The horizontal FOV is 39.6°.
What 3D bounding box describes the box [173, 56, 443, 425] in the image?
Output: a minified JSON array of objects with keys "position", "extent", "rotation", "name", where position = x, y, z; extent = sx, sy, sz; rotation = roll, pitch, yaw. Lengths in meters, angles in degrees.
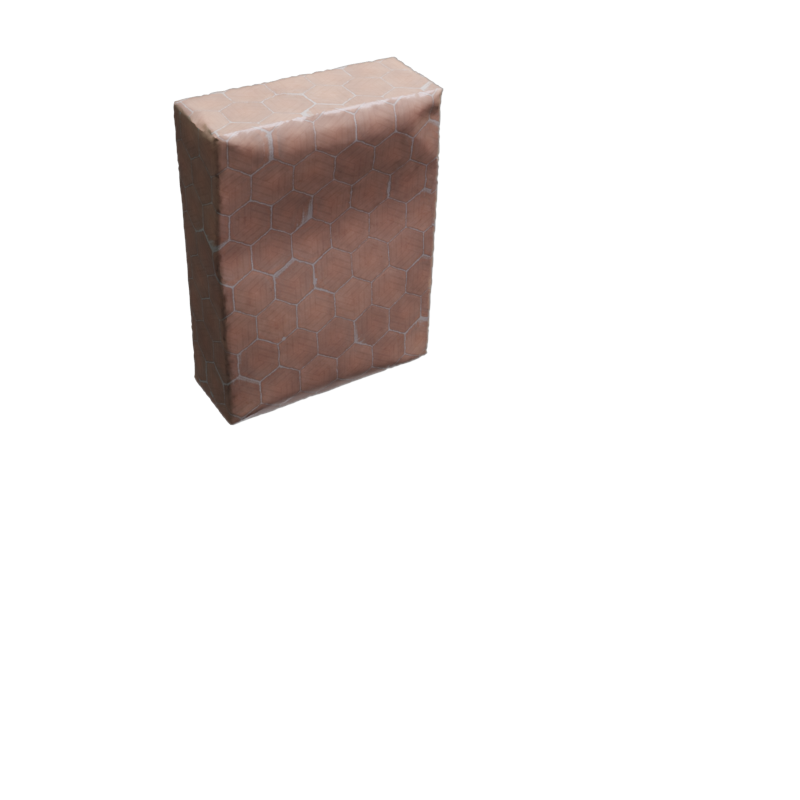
[{"position":[-0.058,-0.106,0.742],"extent":[0.162,0.201,0.077],"rotation":[-18,38,-26],"name":"box"}]
